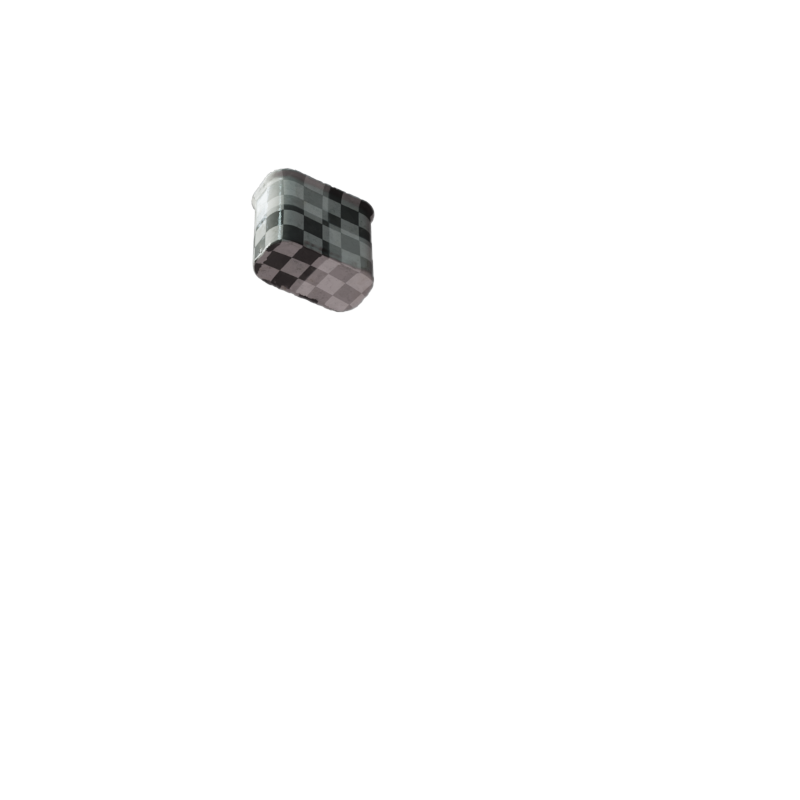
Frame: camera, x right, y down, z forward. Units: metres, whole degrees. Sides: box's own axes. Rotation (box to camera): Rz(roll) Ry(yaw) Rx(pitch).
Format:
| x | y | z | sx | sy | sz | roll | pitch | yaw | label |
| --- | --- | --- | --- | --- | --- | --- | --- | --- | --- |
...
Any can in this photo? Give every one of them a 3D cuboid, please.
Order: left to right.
| x | y | z | sx | sy | sz | roll | pitch | yaw | label |
| --- | --- | --- | --- | --- | --- | --- | --- | --- | --- |
| -0.070 | -0.128 | 0.897 | 0.097 | 0.090 | 0.056 | 21 | -47 | -23 | can |
